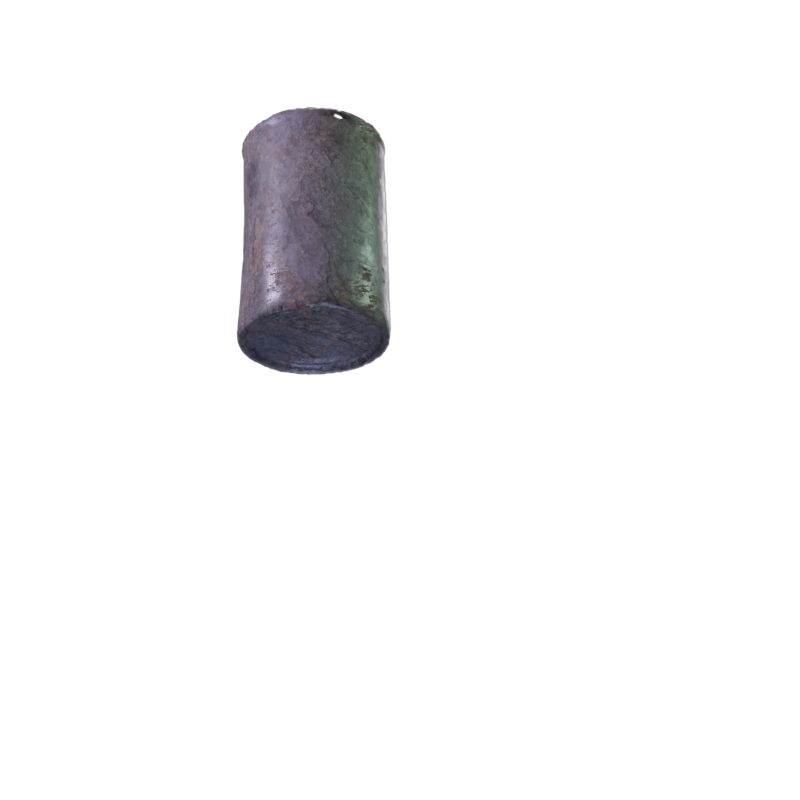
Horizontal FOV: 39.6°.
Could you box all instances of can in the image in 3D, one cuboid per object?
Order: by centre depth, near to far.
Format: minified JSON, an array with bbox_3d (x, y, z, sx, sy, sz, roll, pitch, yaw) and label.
[{"bbox_3d":[-0.039,-0.071,0.499,0.068,0.109,0.064,0,-29,-2],"label":"can"}]
